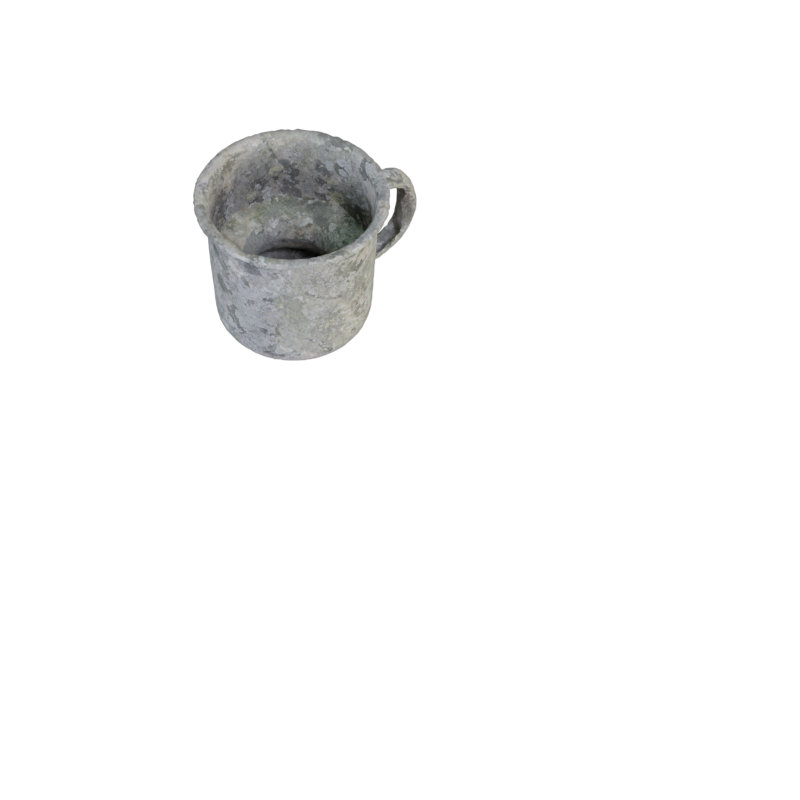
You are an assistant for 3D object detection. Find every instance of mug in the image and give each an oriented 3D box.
[{"bbox_3d":[-0.043,-0.079,0.555,0.117,0.100,0.076,-27,-33,-21],"label":"mug"}]
